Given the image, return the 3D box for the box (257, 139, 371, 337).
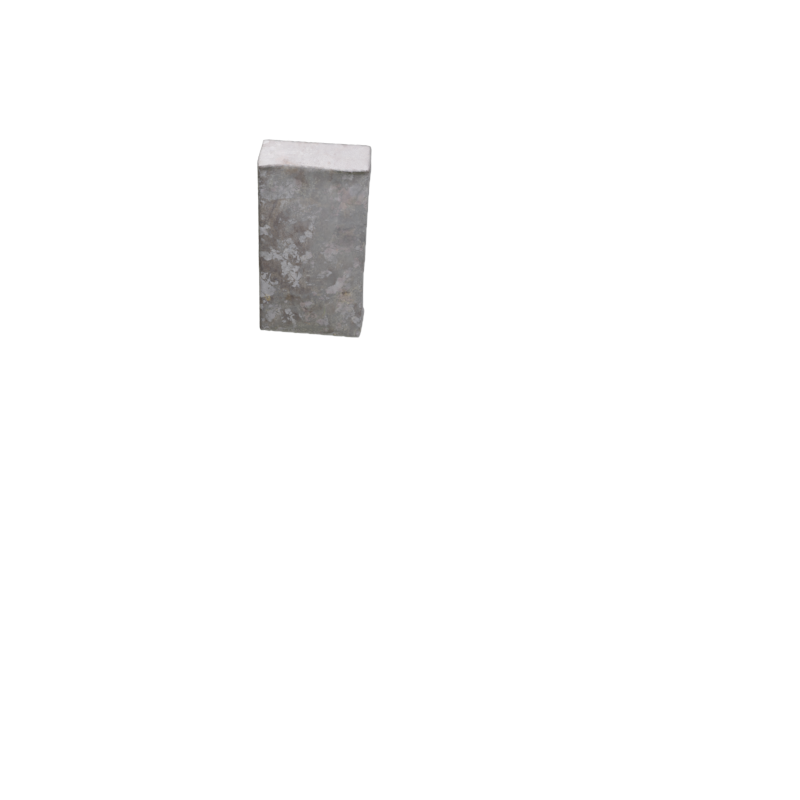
[{"bbox_3d":[-0.074,-0.135,0.948,0.094,0.164,0.051,5,41,2],"label":"box"}]
